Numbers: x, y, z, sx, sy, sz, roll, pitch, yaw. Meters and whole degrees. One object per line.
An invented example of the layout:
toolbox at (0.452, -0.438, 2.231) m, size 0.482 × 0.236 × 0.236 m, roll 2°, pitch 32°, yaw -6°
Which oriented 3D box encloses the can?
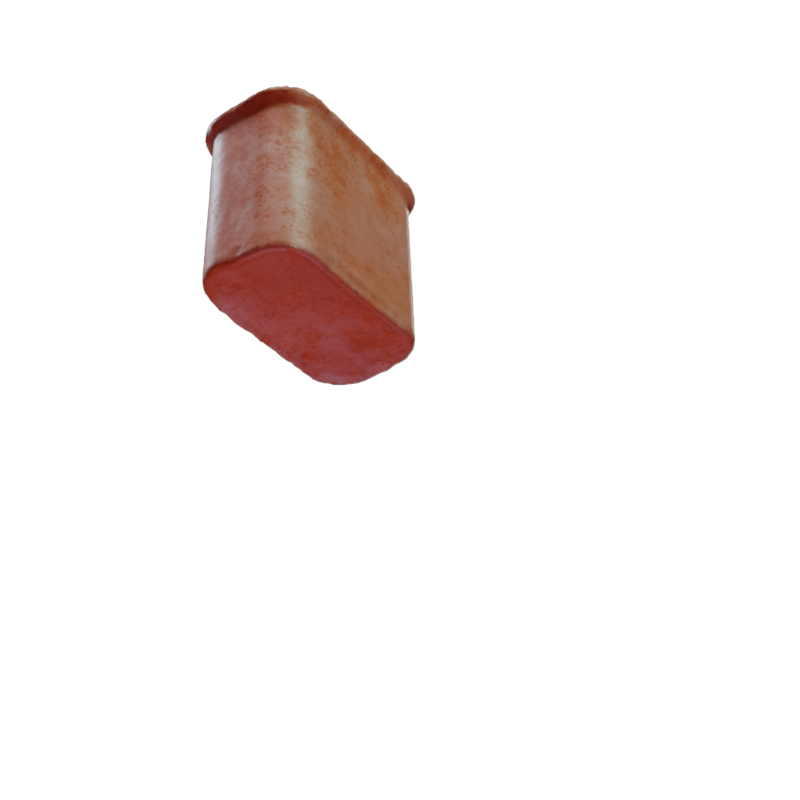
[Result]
can at (-0.036, -0.066, 0.464) m, size 0.058 × 0.090 × 0.095 m, roll -25°, pitch -42°, yaw 28°
